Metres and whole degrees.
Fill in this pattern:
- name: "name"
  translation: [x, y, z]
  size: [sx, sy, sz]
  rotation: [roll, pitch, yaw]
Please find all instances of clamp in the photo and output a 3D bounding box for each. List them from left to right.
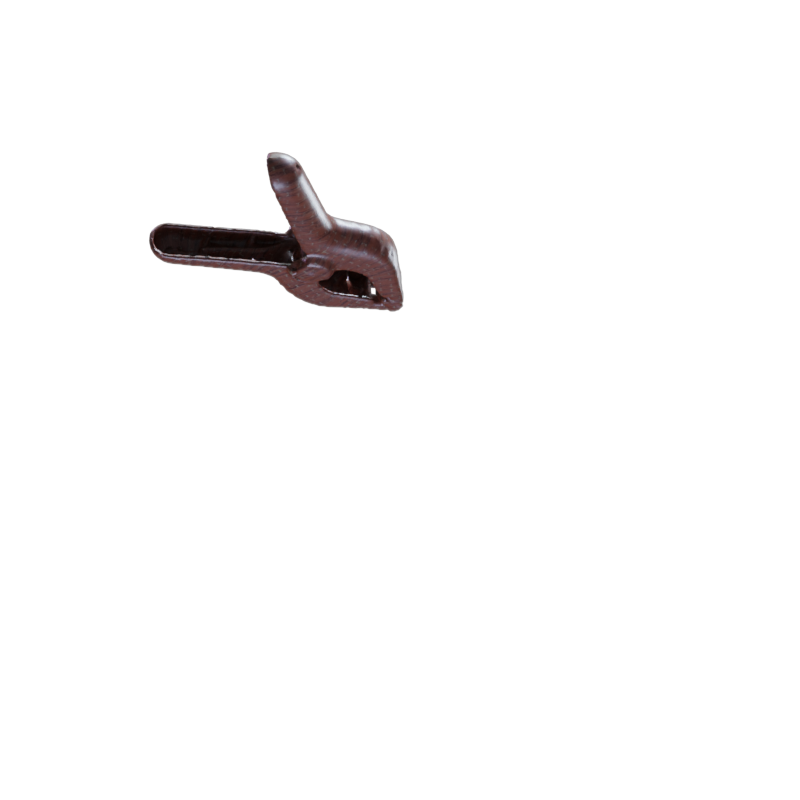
- name: "clamp"
  translation: [-0.053, -0.097, 0.680]
  size: [0.163, 0.041, 0.120]
  rotation: [13, -23, -35]
